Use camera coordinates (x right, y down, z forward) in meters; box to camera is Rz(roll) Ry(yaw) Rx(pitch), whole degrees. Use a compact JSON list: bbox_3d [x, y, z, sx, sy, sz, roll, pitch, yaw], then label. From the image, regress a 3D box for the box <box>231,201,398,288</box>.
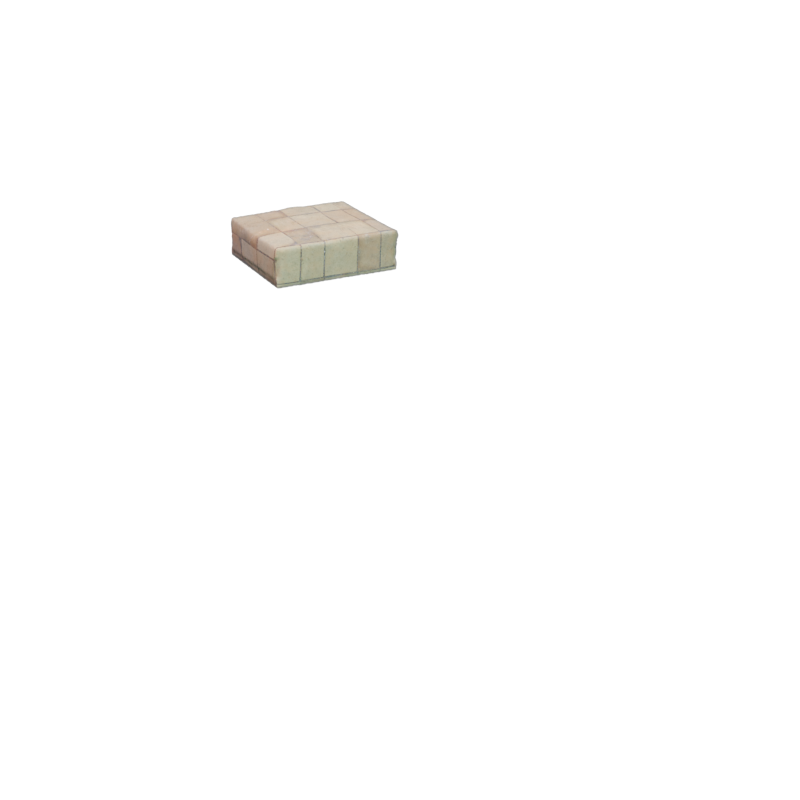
[{"bbox_3d":[-0.057,-0.104,0.730,0.087,0.029,0.078,-13,28,-26],"label":"box"}]
